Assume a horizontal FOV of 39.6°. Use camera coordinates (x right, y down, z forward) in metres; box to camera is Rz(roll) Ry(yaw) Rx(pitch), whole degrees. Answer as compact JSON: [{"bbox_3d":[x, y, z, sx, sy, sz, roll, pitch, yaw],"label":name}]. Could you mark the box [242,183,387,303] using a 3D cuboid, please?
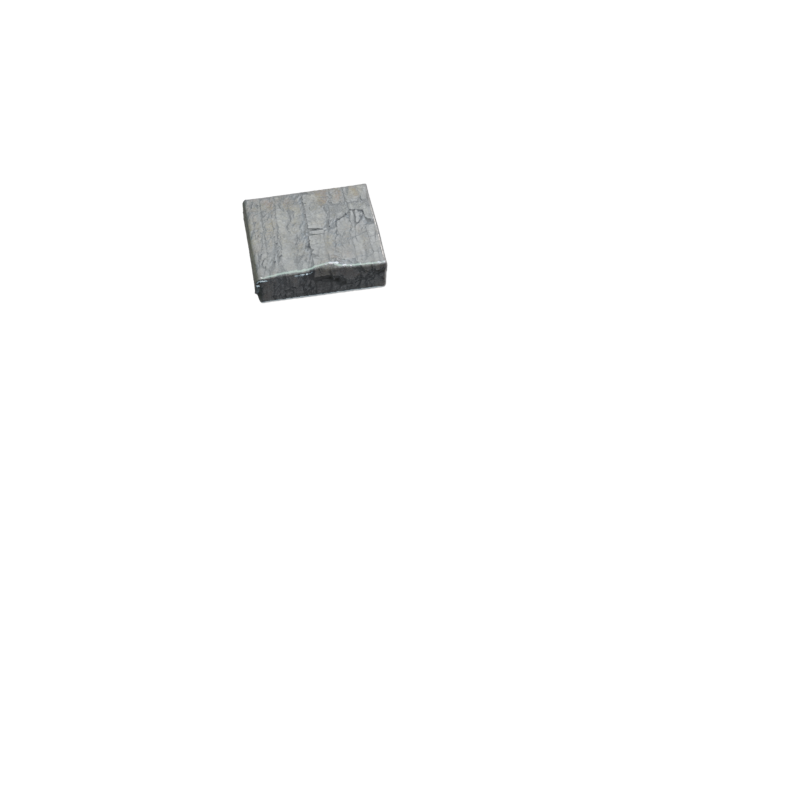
[{"bbox_3d":[-0.059,-0.108,0.755,0.089,0.079,0.028,-8,-36,-7],"label":"box"}]
